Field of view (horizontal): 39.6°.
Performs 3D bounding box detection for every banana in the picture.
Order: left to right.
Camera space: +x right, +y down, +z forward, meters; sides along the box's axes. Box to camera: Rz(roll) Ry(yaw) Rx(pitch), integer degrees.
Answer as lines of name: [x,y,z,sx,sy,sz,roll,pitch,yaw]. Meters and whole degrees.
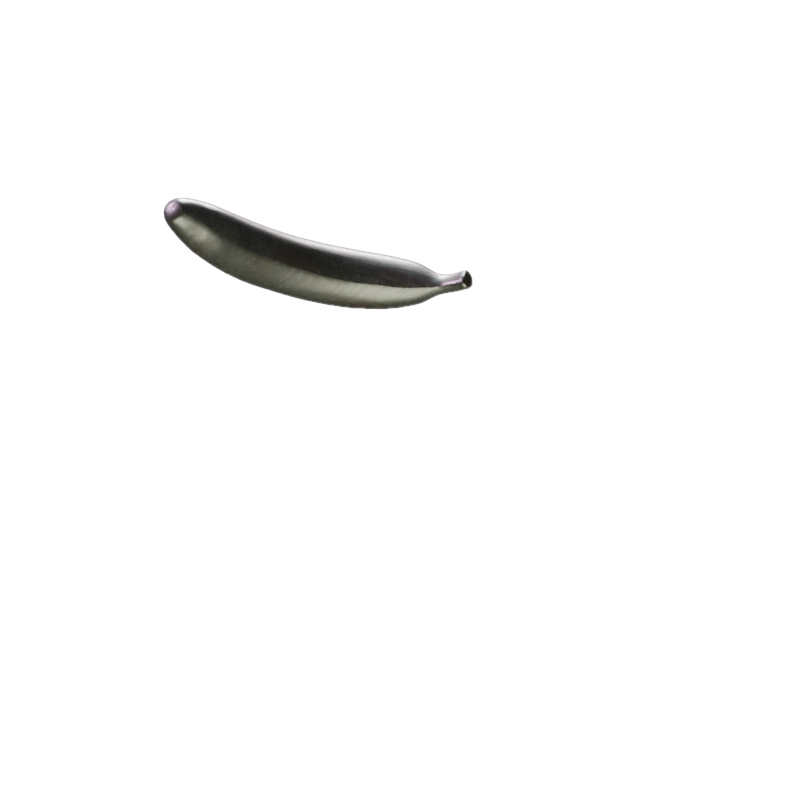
banana: [-0.057,-0.089,0.691,0.191,0.039,0.068,10,-28,-19]
